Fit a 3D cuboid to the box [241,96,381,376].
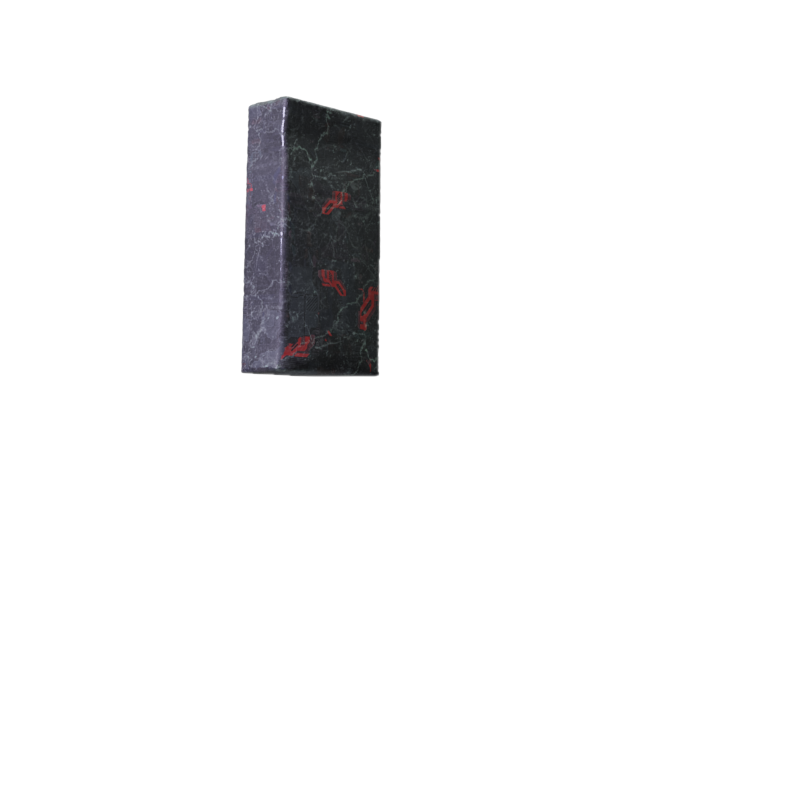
[{"bbox_3d":[-0.058,-0.105,0.735,0.049,0.180,0.089,-9,-11,43],"label":"box"}]
